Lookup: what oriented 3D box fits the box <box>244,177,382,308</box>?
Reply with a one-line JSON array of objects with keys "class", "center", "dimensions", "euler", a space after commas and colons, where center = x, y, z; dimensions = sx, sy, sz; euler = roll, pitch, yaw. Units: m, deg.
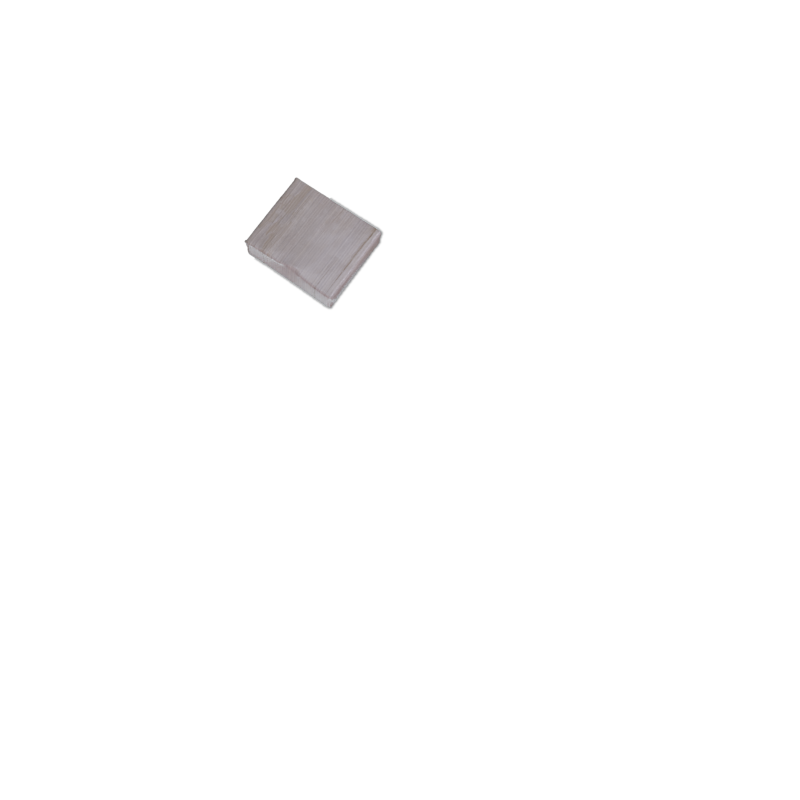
[{"class": "box", "center": [-0.072, -0.131, 0.917], "dimensions": [0.092, 0.074, 0.029], "euler": [34, -17, 11]}]
